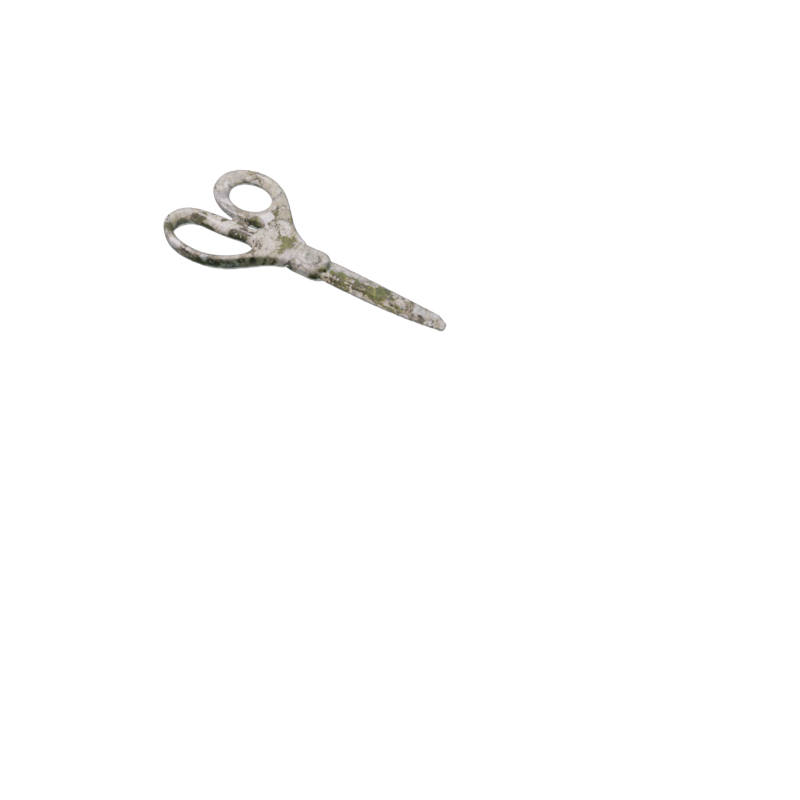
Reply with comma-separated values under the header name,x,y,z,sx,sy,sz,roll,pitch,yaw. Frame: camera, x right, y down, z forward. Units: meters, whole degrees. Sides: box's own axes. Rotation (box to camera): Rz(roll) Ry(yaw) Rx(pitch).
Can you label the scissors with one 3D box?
name,x,y,z,sx,sy,sz,roll,pitch,yaw
scissors,-0.058,-0.106,0.744,0.206,0.101,0.015,14,-38,11
